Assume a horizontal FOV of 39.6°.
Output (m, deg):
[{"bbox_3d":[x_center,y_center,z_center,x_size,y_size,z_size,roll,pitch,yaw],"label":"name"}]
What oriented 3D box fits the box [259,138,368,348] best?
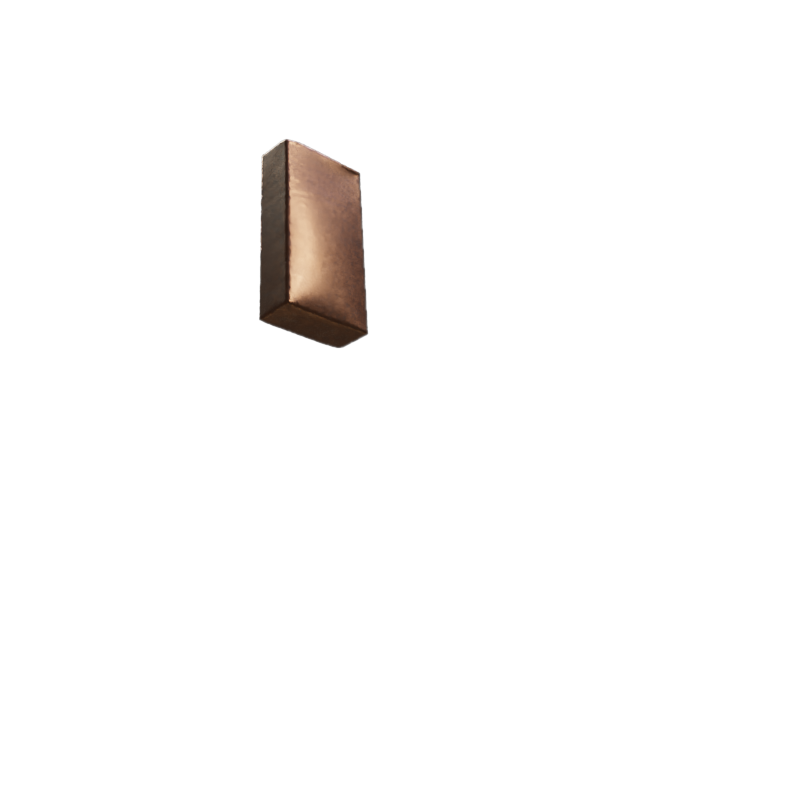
[{"bbox_3d":[-0.077,-0.141,0.987,0.088,0.187,0.048,21,-36,-36],"label":"box"}]
